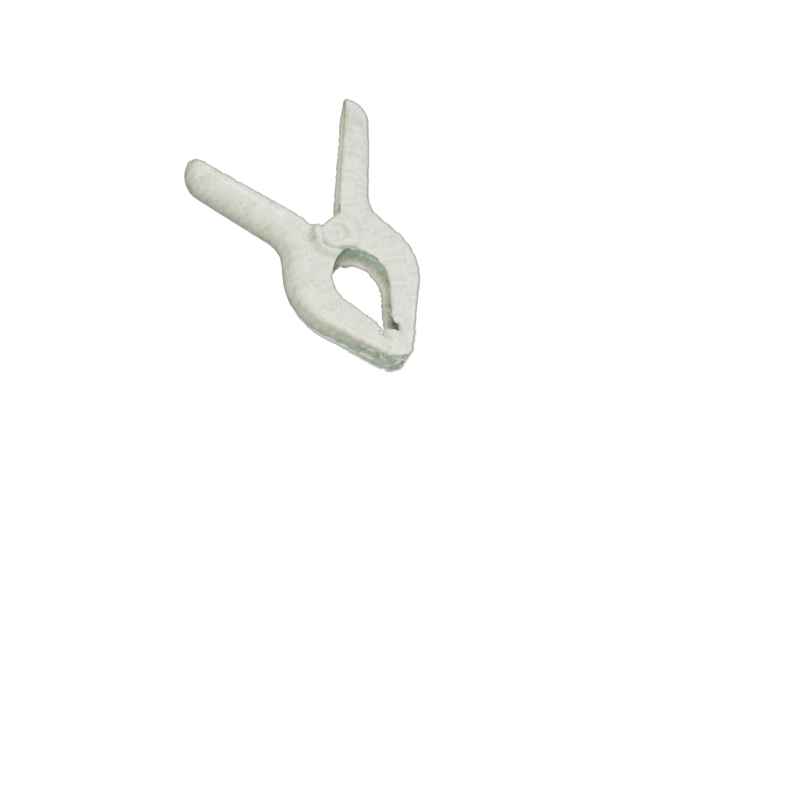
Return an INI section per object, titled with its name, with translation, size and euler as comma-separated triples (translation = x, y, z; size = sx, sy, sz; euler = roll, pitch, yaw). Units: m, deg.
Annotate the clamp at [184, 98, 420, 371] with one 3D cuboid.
[clamp]
translation = -0.051, -0.093, 0.648
size = 0.119, 0.182, 0.037
euler = -18, -23, -8
